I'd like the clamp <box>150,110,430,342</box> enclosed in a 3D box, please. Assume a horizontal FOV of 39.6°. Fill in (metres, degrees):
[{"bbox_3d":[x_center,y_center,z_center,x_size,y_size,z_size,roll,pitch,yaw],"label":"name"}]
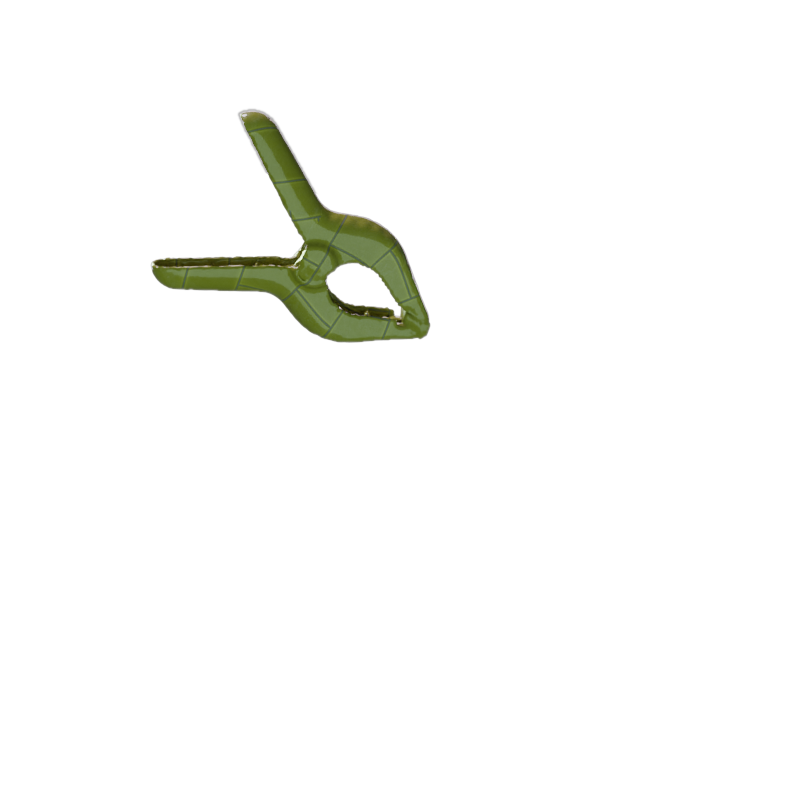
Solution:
[{"bbox_3d":[-0.053,-0.096,0.671,0.168,0.116,0.041,21,21,-9],"label":"clamp"}]
